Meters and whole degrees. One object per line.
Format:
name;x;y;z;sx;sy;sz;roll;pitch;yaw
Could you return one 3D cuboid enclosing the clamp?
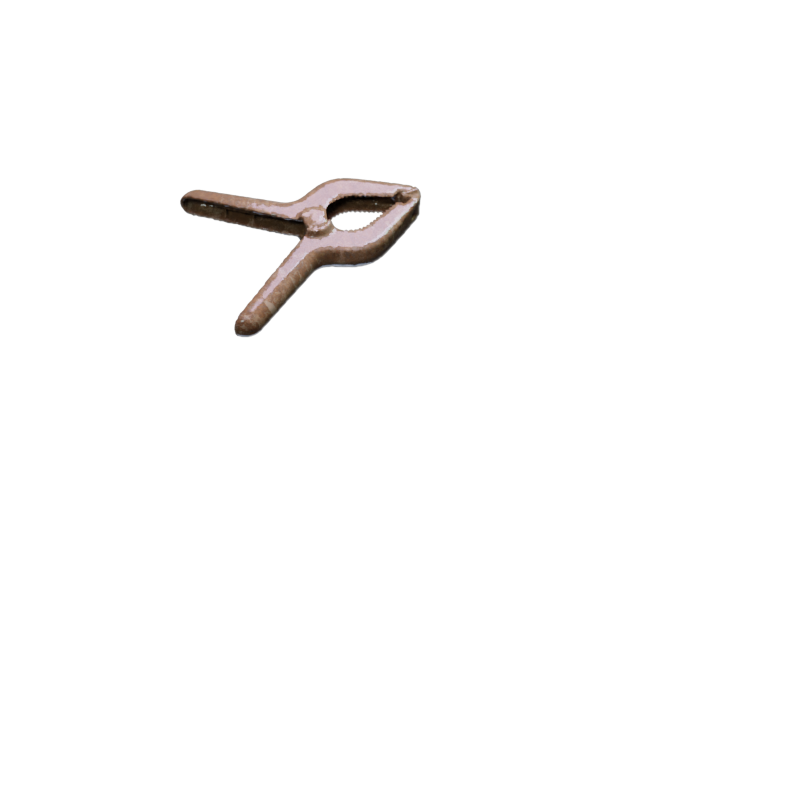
clamp;-0.076;-0.139;0.974;0.208;0.177;0.034;-13;-35;-9
